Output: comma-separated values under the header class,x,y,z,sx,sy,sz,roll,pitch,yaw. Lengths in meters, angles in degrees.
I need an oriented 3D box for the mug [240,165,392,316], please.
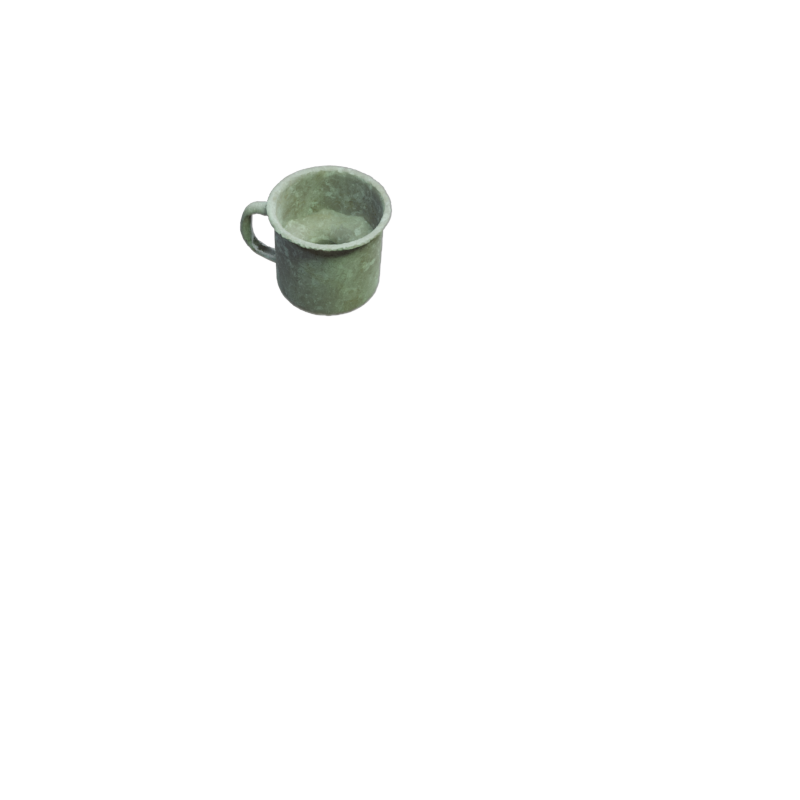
class,x,y,z,sx,sy,sz,roll,pitch,yaw
mug,-0.066,-0.121,0.849,0.119,0.098,0.076,10,-41,8
